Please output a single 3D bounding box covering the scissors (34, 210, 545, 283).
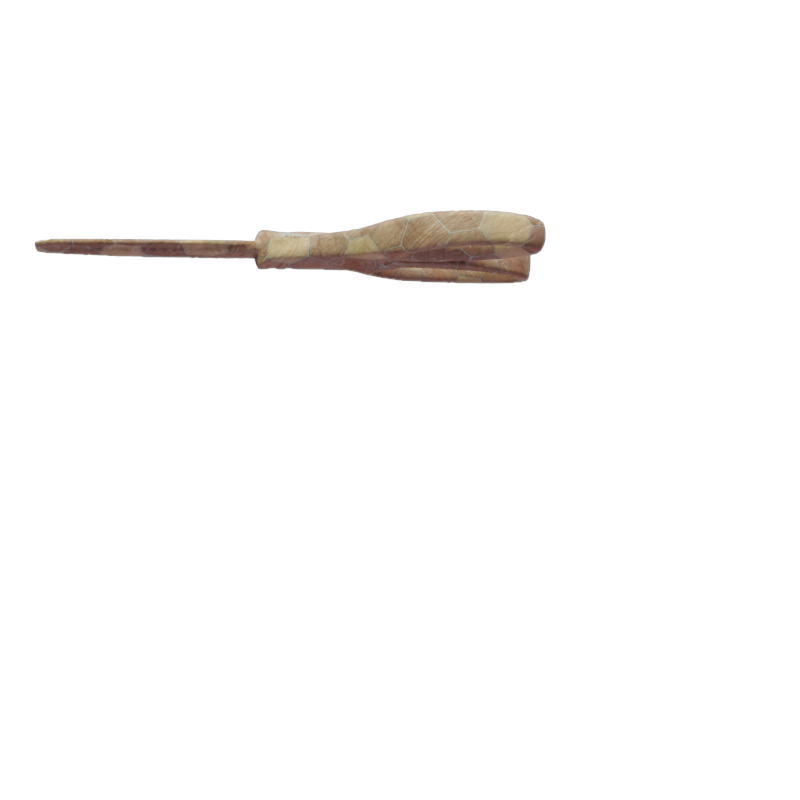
[{"bbox_3d":[-0.034,-0.061,0.428,0.196,0.016,0.097,2,-5,-20],"label":"scissors"}]
